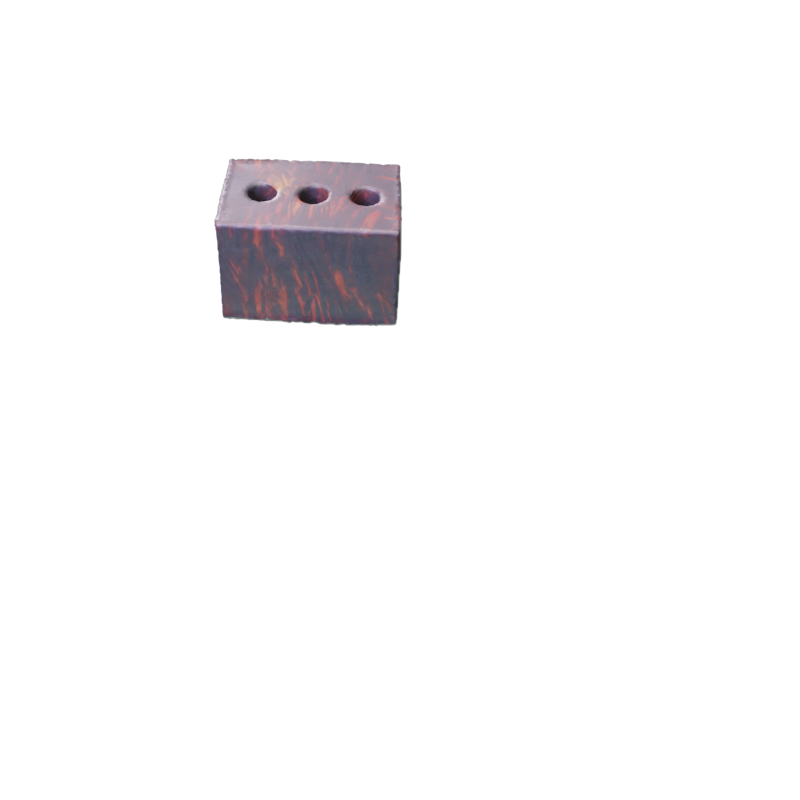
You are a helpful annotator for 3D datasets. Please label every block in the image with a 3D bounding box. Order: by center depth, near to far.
[{"bbox_3d":[-0.038,-0.069,0.480,0.078,0.048,0.056,2,39,1],"label":"block"}]
